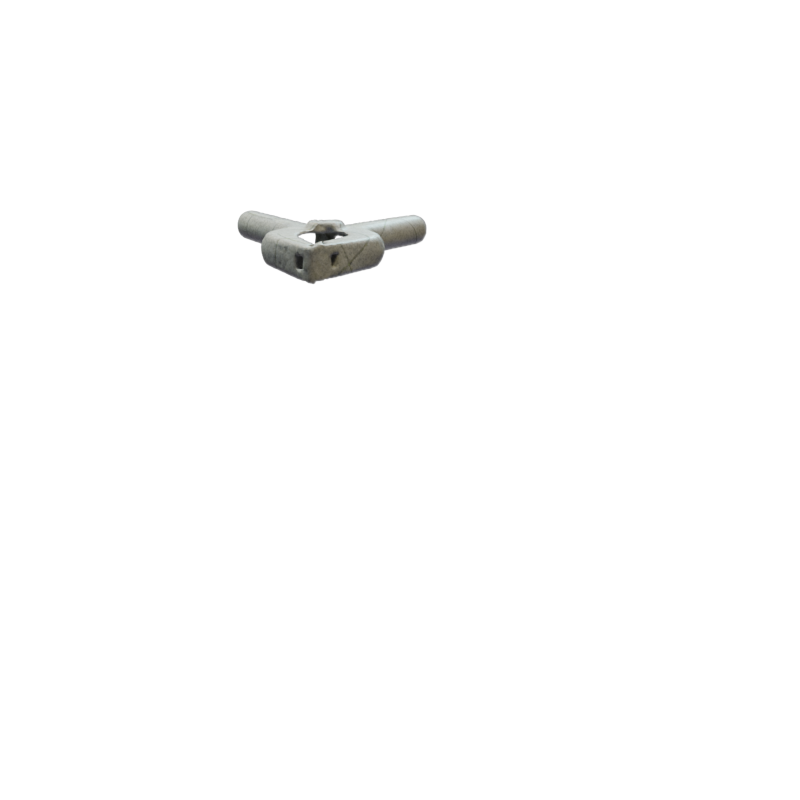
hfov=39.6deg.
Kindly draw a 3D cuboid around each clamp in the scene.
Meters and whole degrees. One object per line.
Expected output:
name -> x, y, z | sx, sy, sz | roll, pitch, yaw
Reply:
clamp -> -0.070, -0.127, 0.891 | 0.167, 0.035, 0.214 | 2, 17, 8
